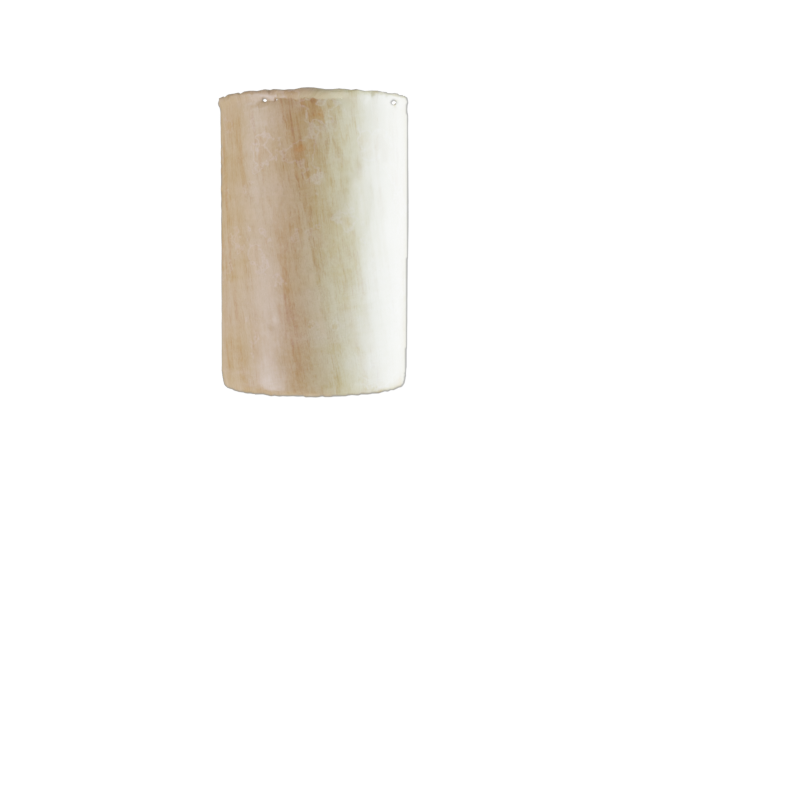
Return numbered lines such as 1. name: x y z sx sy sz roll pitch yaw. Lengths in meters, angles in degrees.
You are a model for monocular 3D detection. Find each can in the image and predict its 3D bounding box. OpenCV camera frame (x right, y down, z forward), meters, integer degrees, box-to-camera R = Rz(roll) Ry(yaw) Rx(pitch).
1. can: -0.031 -0.057 0.396 0.068 0.102 0.069 0 3 -2
